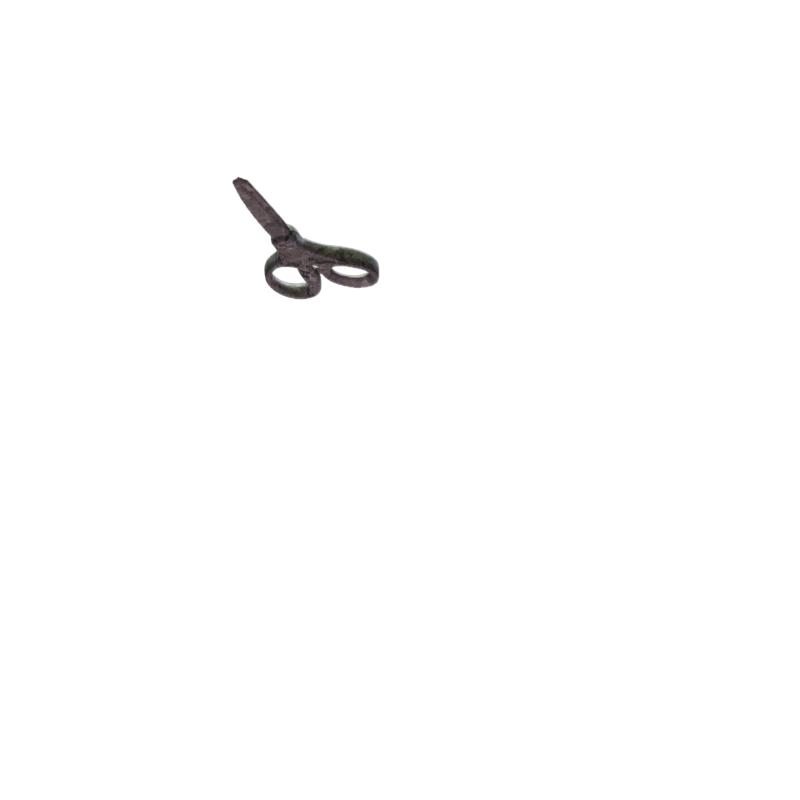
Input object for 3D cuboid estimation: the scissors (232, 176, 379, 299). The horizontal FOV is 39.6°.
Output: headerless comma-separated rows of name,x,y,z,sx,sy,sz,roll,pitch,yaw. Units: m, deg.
scissors,-0.061,-0.112,0.783,0.096,0.016,0.193,0,-16,-2
